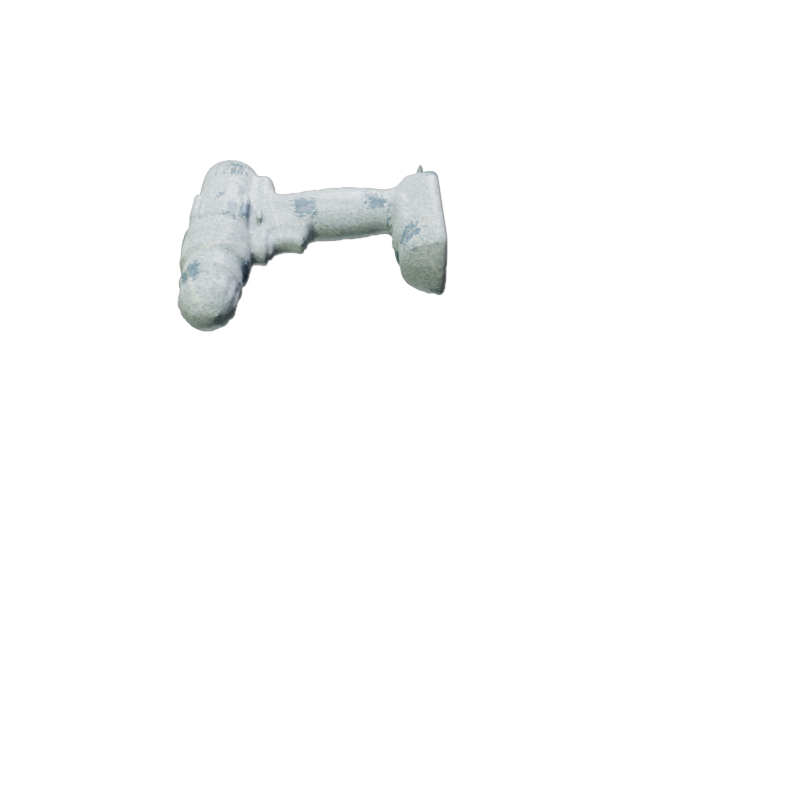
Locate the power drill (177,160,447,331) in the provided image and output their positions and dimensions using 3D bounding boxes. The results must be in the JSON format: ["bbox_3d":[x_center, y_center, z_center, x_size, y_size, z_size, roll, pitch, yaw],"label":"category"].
[{"bbox_3d":[-0.062,-0.113,0.795,0.188,0.054,0.197,0,40,0],"label":"power drill"}]
